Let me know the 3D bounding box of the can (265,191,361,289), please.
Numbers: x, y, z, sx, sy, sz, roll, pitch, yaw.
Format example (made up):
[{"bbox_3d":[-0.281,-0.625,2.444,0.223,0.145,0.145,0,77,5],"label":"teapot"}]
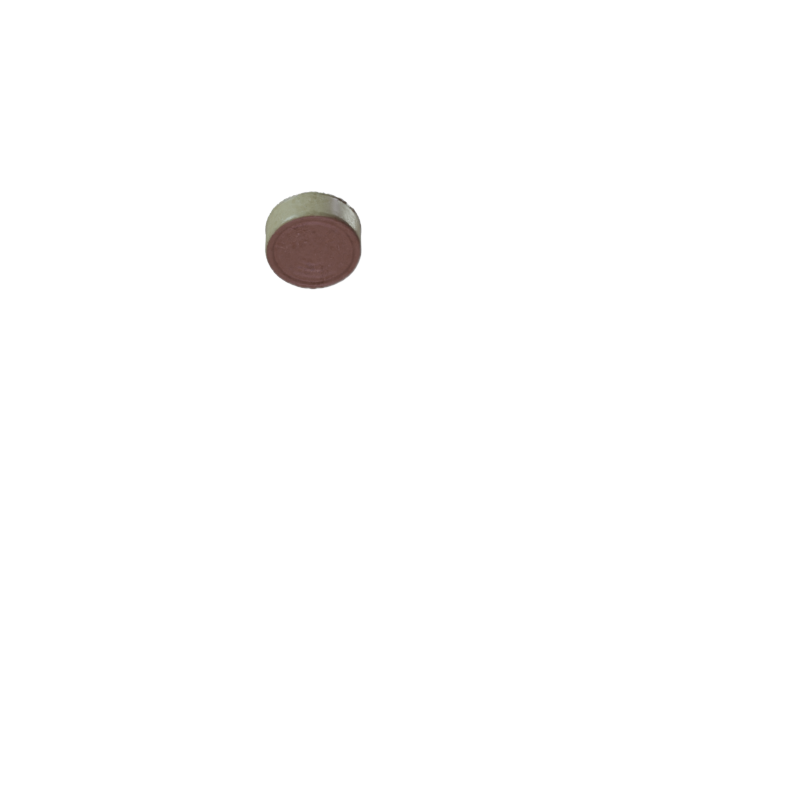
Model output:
[{"bbox_3d":[-0.076,-0.139,0.975,0.086,0.080,0.036,1,42,-1],"label":"can"}]
